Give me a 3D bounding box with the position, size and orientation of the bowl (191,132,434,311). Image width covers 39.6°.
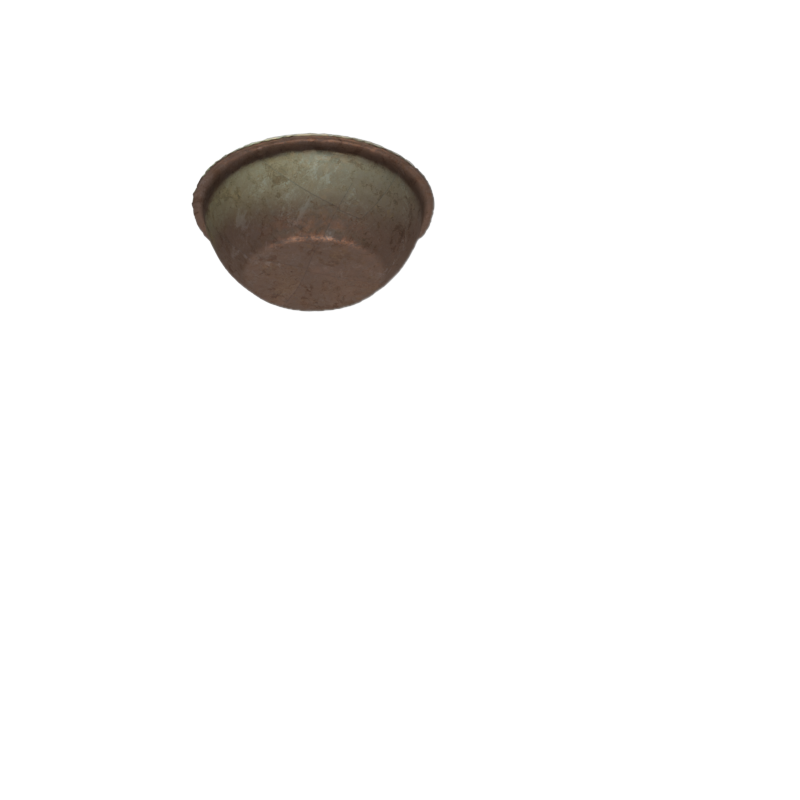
[{"bbox_3d":[-0.057,-0.104,0.728,0.162,0.059,0.152,1,-28,-2],"label":"bowl"}]
